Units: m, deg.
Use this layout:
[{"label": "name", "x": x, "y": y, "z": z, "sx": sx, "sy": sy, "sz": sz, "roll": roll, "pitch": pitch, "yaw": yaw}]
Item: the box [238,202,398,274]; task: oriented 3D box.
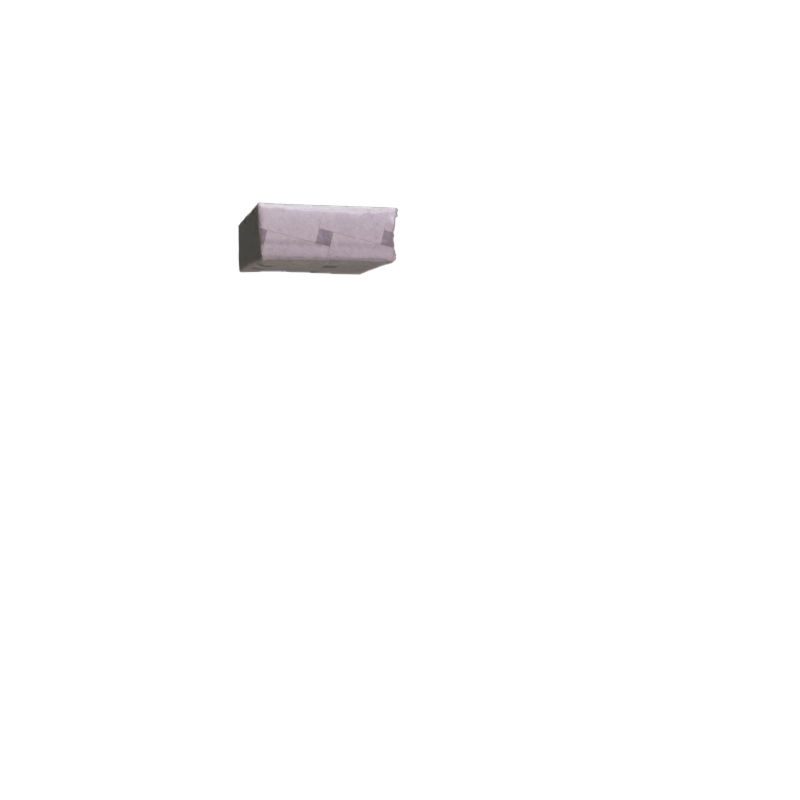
[{"label": "box", "x": -0.058, "y": -0.105, "z": 0.737, "sx": 0.088, "sy": 0.039, "sz": 0.115, "roll": -1, "pitch": 3, "yaw": -13}]
